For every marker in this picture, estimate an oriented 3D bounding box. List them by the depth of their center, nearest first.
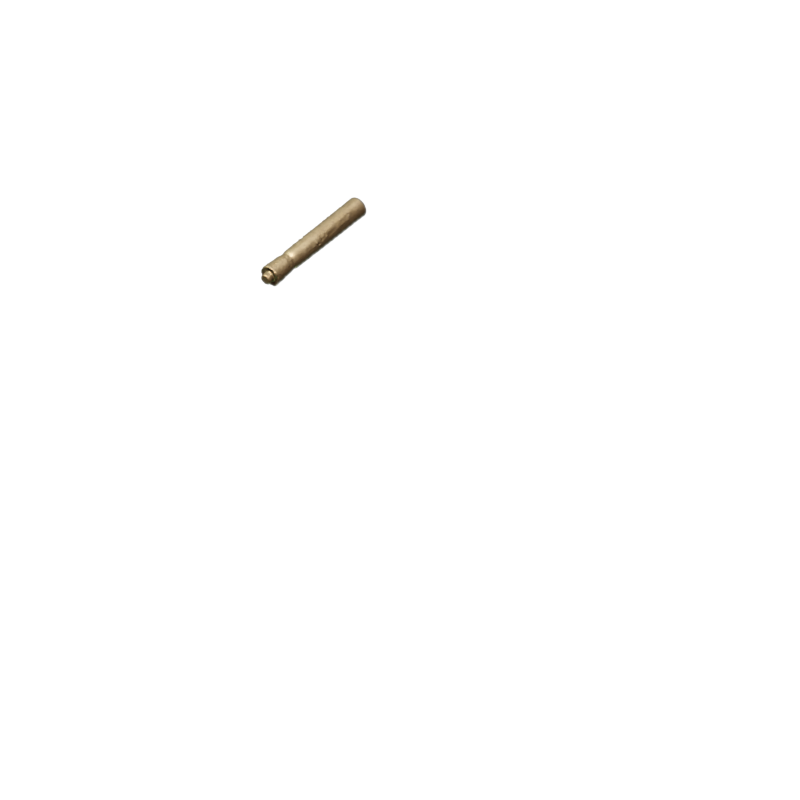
[{"bbox_3d":[-0.072,-0.132,0.923,0.021,0.019,0.123,3,37,45],"label":"marker"}]
